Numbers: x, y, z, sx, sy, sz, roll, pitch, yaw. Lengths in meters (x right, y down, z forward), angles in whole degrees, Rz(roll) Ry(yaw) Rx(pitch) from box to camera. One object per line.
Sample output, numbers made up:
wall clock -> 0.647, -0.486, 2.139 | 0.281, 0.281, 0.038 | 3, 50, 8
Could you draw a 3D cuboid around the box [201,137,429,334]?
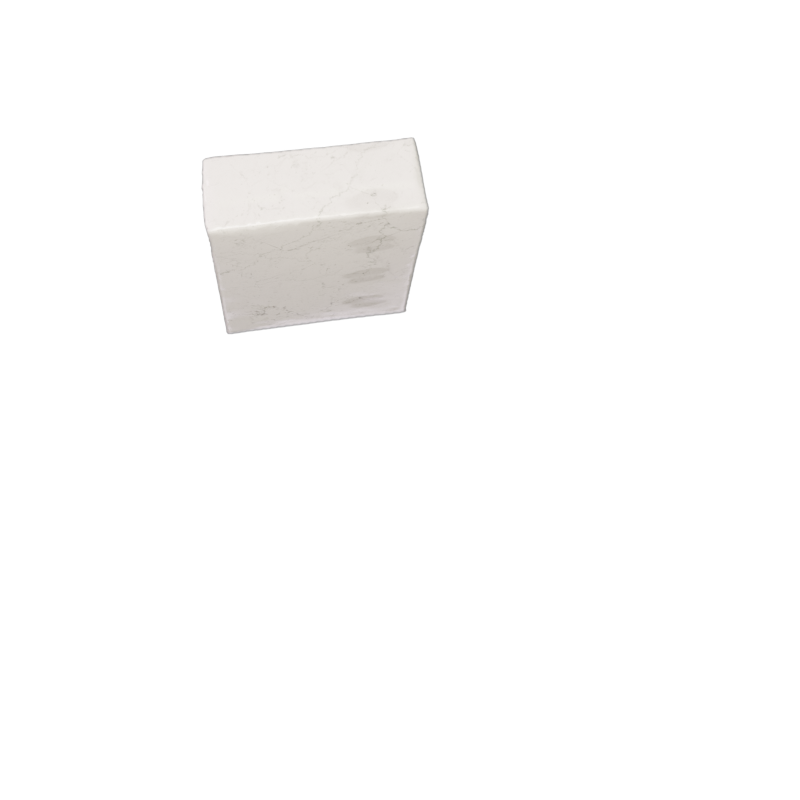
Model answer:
box -> -0.071, -0.129, 0.905 | 0.163, 0.076, 0.204 | -6, -18, -5
